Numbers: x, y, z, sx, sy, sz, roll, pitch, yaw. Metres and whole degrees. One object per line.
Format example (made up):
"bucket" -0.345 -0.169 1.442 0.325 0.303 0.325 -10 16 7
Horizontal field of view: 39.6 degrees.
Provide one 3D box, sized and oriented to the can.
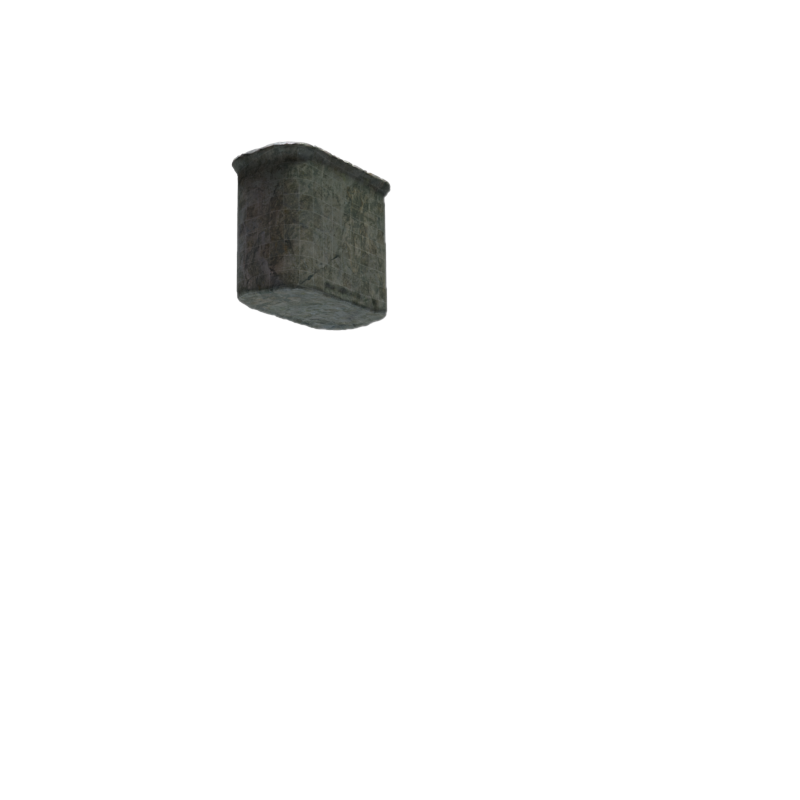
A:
"can" -0.050 -0.091 0.638 0.059 0.087 0.096 -12 -18 35
